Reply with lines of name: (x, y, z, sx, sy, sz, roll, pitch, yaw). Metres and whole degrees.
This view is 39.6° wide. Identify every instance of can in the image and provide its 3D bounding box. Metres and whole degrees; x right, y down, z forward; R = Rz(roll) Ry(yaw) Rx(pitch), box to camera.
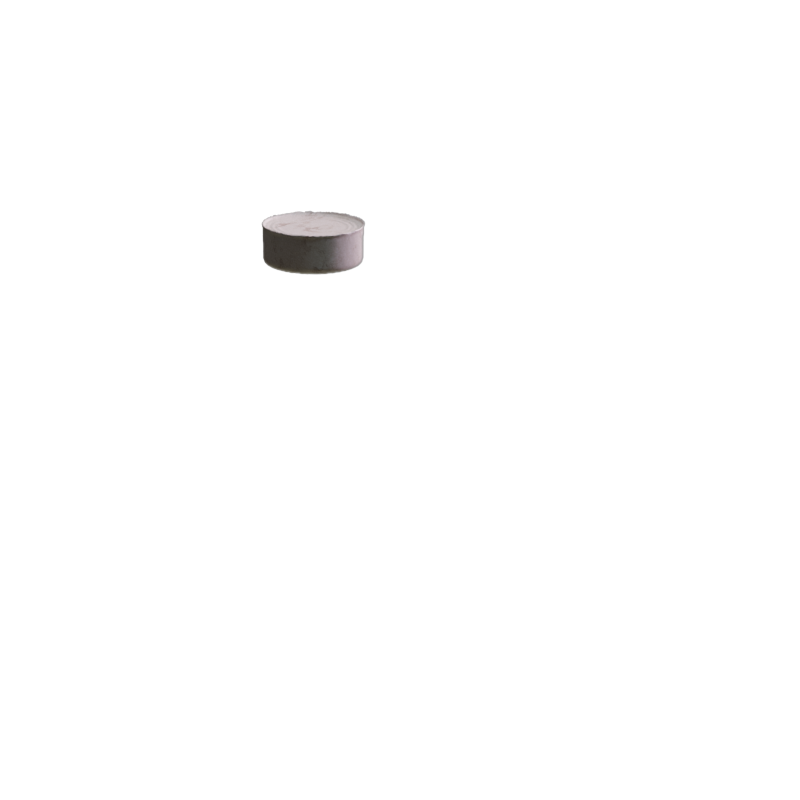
can: (-0.072, -0.132, 0.925, 0.086, 0.032, 0.090, -1, 21, -2)
